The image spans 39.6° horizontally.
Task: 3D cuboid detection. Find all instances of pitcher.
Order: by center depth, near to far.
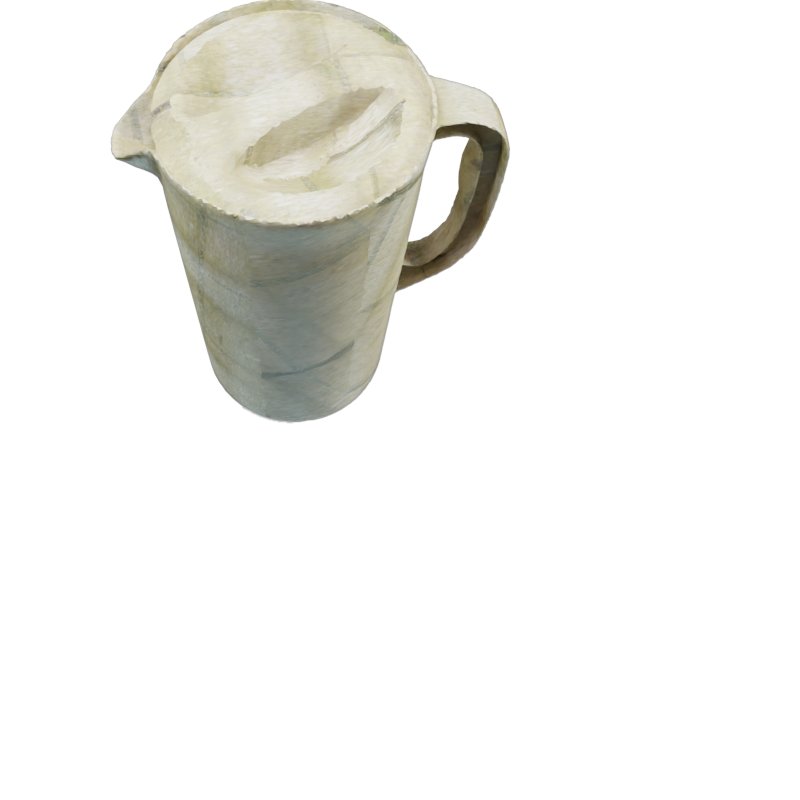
[{"bbox_3d":[-0.047,-0.085,0.596,0.155,0.148,0.228,34,-25,14],"label":"pitcher"}]
